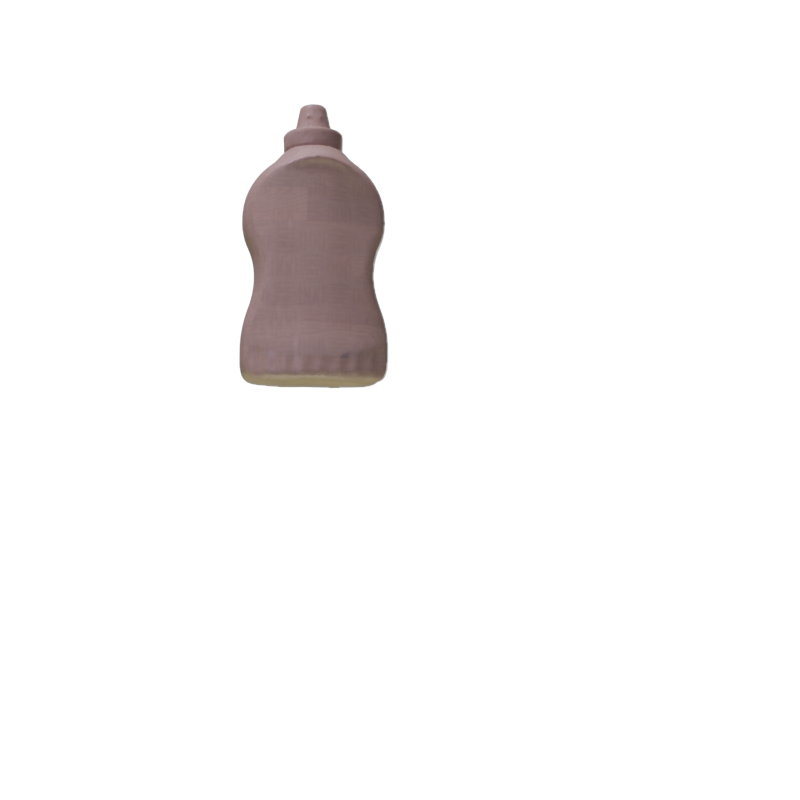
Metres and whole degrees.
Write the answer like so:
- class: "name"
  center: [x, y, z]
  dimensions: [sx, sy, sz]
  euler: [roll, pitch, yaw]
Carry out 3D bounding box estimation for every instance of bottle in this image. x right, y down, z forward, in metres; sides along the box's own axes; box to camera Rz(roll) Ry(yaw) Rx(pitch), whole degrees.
- class: "bottle"
  center: [-0.059, -0.106, 0.747]
  dimensions: [0.095, 0.198, 0.057]
  euler: [1, -13, -9]
